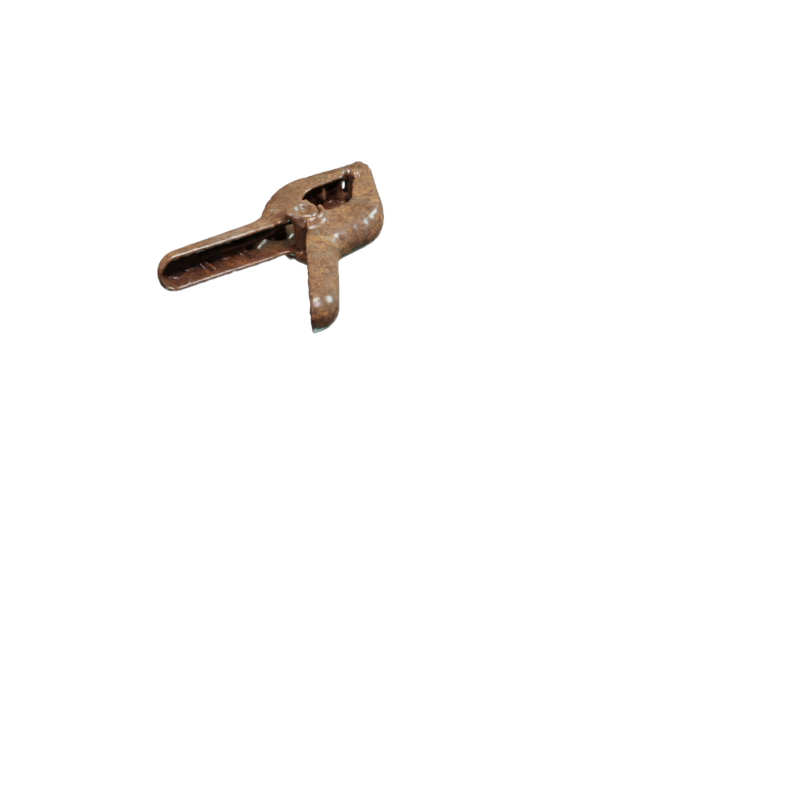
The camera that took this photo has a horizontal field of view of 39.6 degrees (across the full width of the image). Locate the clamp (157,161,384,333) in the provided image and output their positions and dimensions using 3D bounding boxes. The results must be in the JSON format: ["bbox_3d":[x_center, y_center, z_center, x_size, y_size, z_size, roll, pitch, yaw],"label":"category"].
[{"bbox_3d":[-0.055,-0.099,0.696,0.127,0.037,0.174,26,47,26],"label":"clamp"}]
